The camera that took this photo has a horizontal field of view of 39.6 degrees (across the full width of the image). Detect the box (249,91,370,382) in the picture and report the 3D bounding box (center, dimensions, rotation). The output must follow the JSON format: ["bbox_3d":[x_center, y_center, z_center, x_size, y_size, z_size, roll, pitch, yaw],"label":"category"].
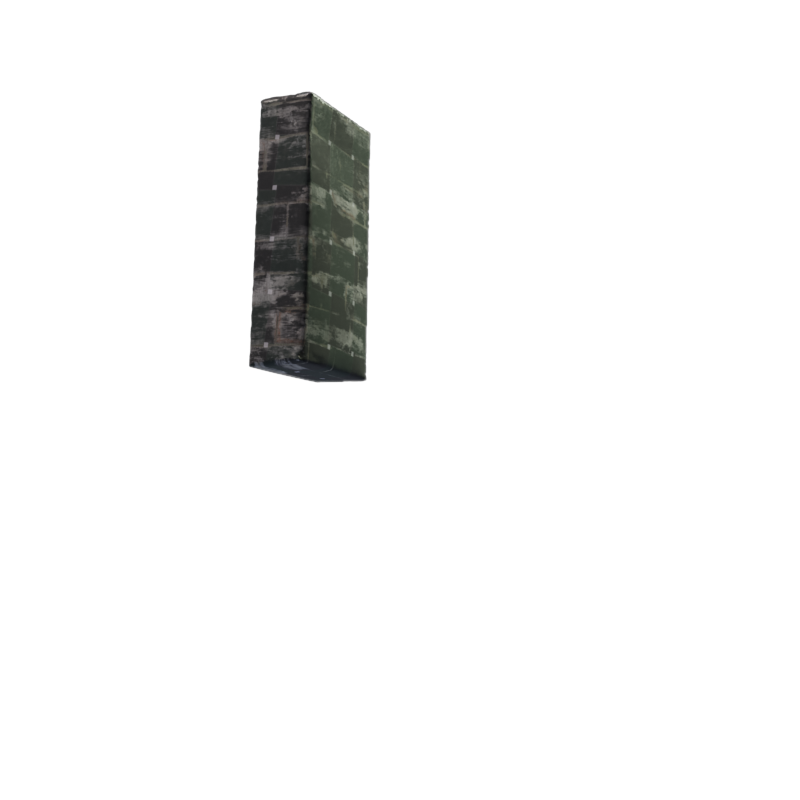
[{"bbox_3d":[-0.058,-0.105,0.733,0.049,0.182,0.088,-8,-15,24],"label":"box"}]
